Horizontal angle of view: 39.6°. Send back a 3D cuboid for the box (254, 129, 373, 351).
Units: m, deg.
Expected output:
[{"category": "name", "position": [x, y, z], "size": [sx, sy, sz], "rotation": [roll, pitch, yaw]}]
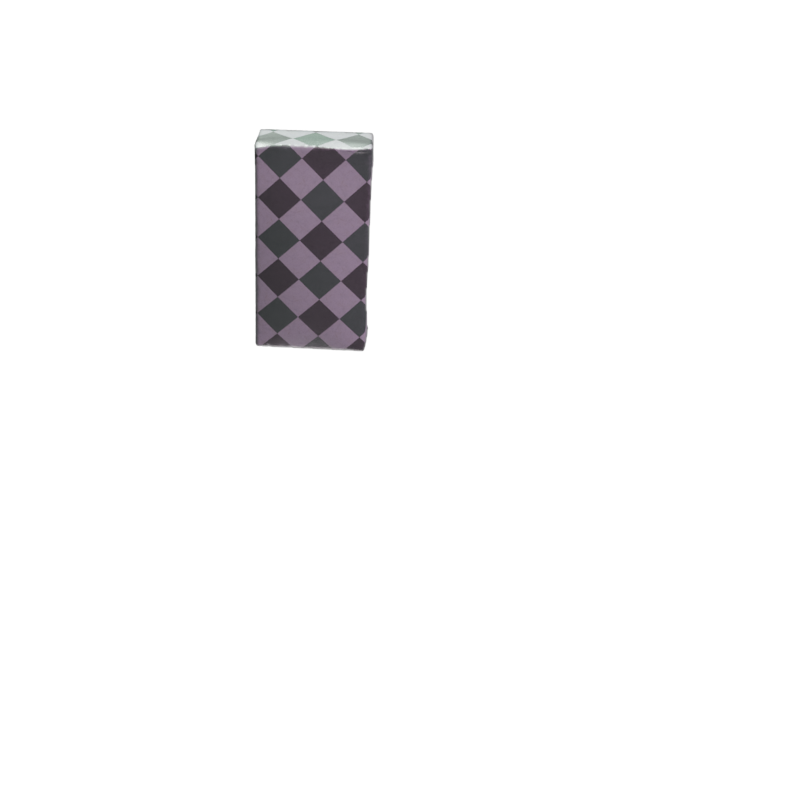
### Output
[{"category": "box", "position": [-0.070, -0.127, 0.891], "size": [0.094, 0.166, 0.051], "rotation": [3, 28, 2]}]
